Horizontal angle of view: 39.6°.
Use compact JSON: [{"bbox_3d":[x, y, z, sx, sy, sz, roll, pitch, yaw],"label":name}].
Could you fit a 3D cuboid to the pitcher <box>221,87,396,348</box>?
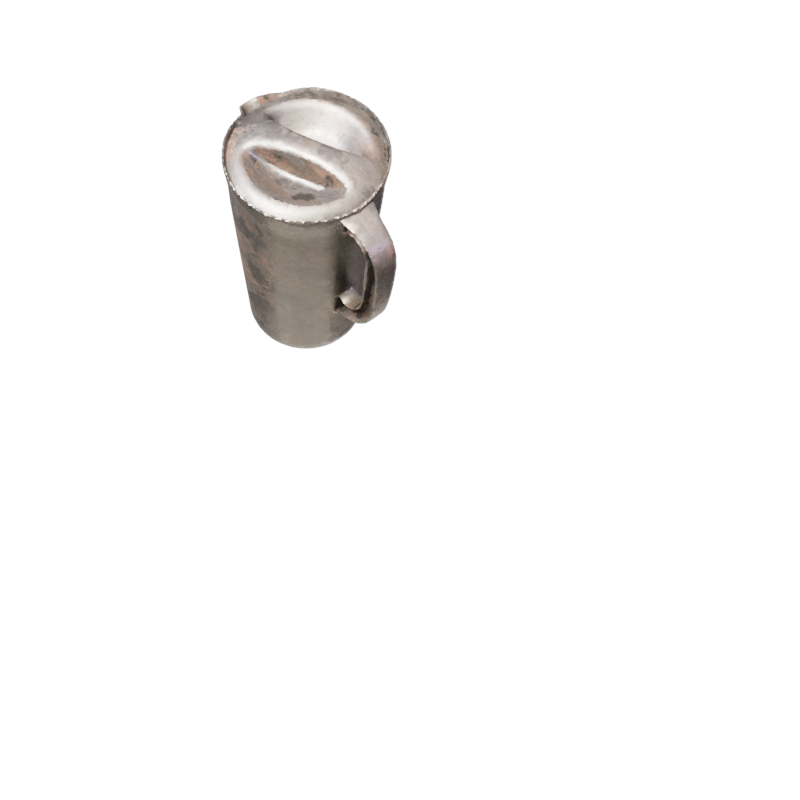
[{"bbox_3d":[-0.075,-0.136,0.953,0.145,0.158,0.229,7,-28,0],"label":"pitcher"}]
